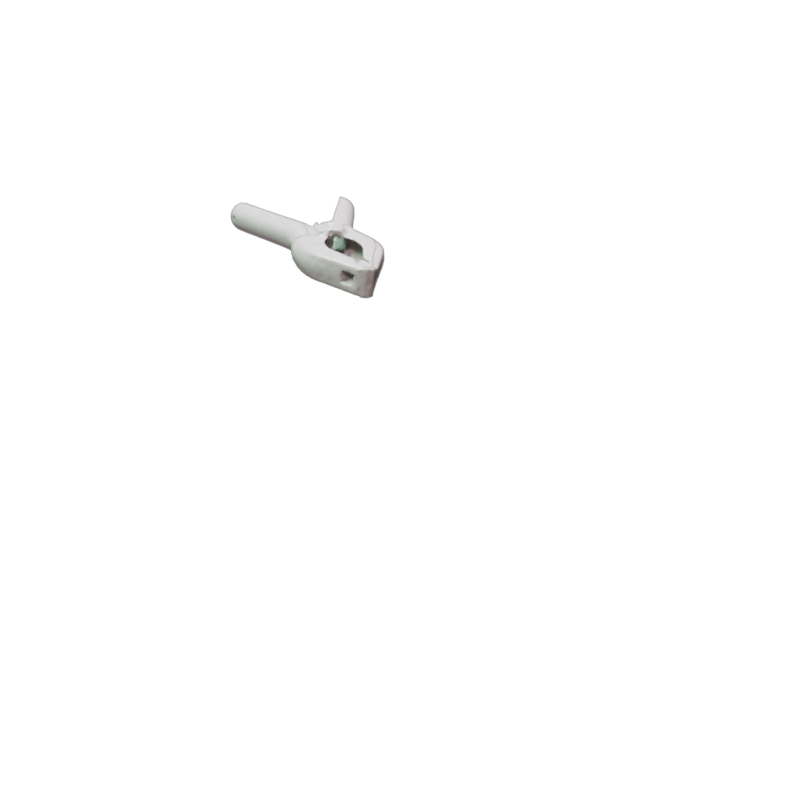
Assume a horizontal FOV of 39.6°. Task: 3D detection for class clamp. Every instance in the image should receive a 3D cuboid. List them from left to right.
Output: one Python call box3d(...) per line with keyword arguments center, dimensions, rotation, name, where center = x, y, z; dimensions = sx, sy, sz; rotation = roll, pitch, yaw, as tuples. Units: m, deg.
box3d(center=(-0.075, -0.137, 0.961), dimensions=(0.118, 0.037, 0.184), rotation=(-9, 30, -16), name="clamp")
